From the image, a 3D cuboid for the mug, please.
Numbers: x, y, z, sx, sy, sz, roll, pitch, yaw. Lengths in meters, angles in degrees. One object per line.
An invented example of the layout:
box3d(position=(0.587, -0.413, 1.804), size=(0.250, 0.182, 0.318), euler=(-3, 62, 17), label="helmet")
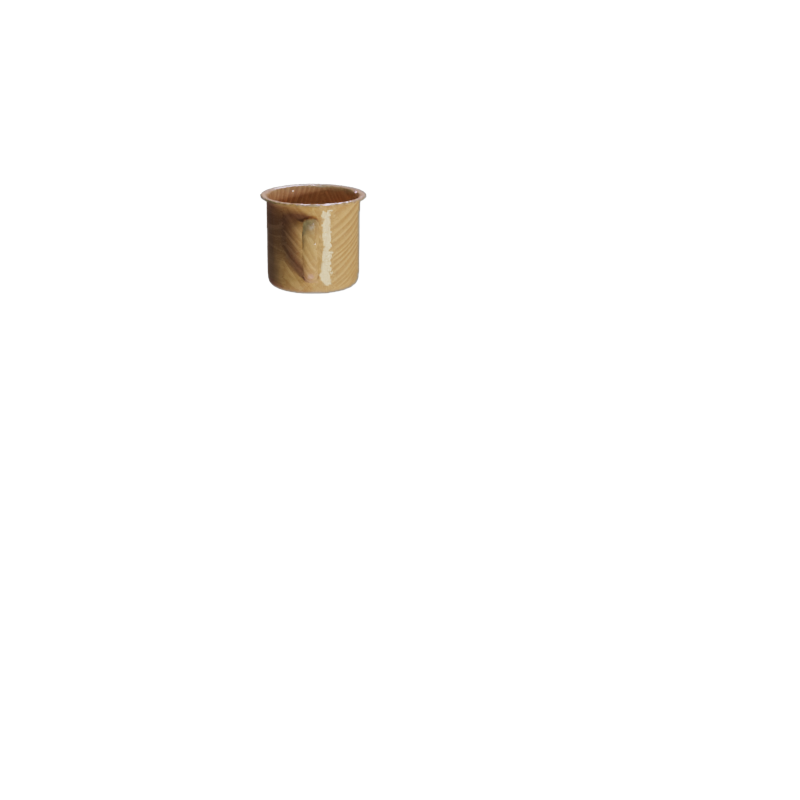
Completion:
box3d(position=(-0.076, -0.139, 0.971), size=(0.093, 0.078, 0.122), euler=(-1, 19, -3), label="mug")
